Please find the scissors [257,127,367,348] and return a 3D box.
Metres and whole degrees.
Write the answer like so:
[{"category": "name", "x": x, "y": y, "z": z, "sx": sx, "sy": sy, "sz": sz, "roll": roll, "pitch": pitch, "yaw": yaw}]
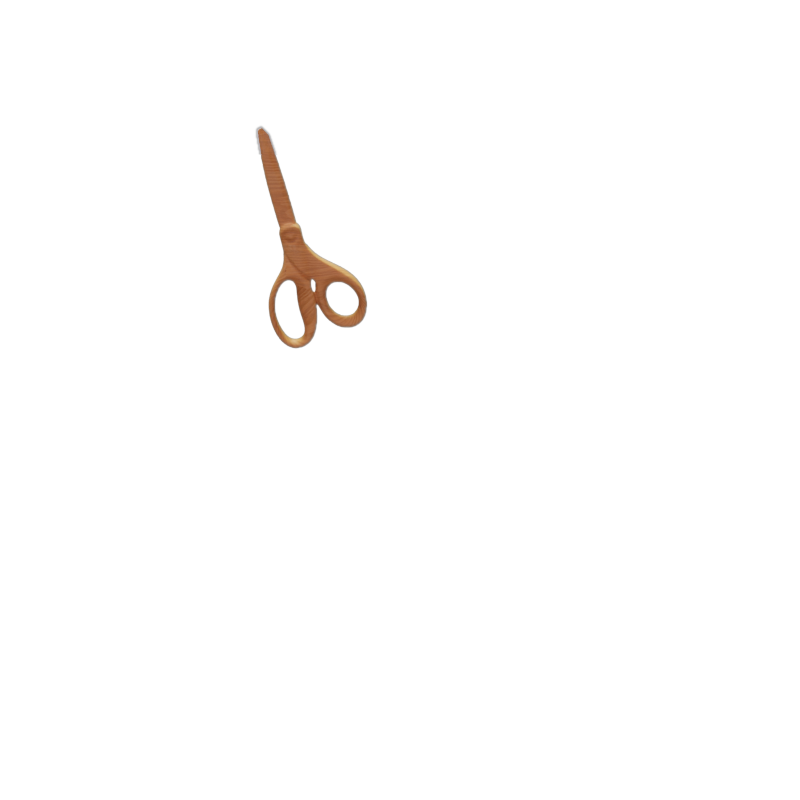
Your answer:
[{"category": "scissors", "x": -0.075, "y": -0.137, "z": 0.958, "sx": 0.096, "sy": 0.192, "sz": 0.017, "roll": 2, "pitch": 23, "yaw": -1}]
